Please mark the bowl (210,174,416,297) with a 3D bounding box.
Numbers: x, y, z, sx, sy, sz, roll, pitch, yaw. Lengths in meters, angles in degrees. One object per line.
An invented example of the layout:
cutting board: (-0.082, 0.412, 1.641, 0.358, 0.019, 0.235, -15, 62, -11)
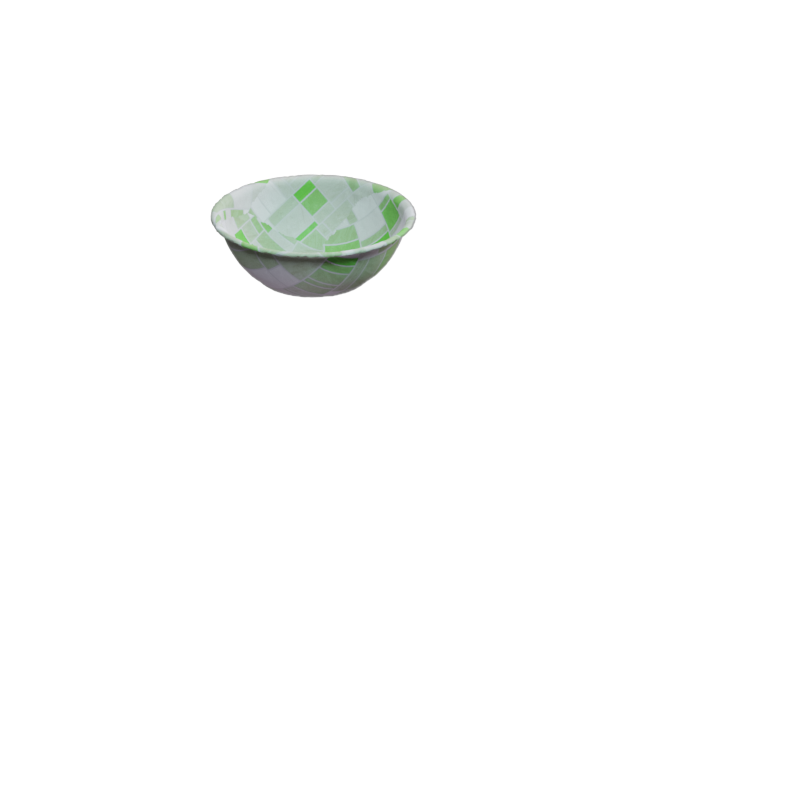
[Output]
bowl: (-0.069, -0.126, 0.884, 0.162, 0.052, 0.172, -1, 30, -2)
